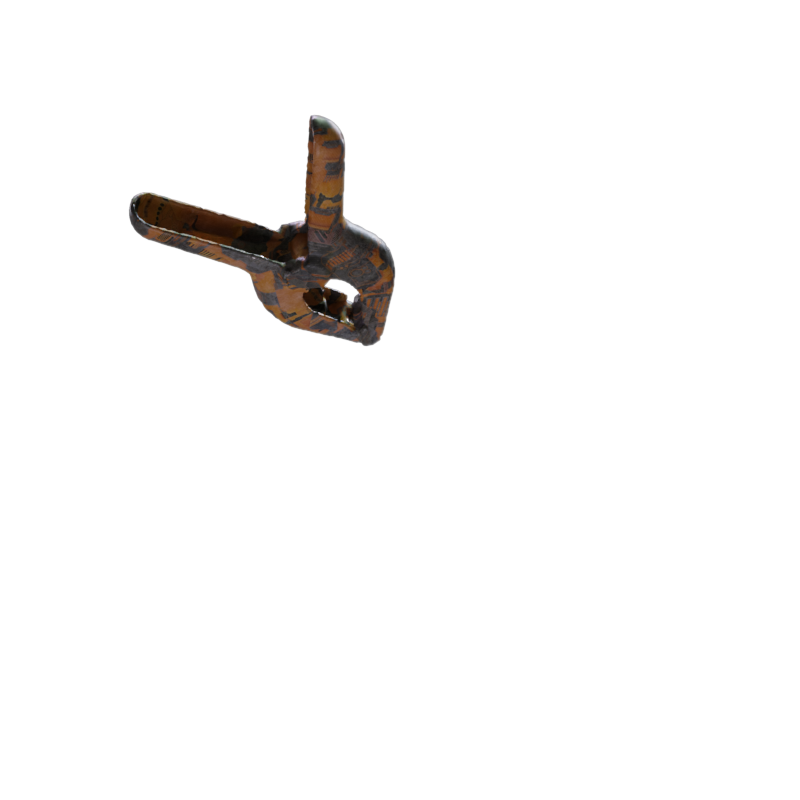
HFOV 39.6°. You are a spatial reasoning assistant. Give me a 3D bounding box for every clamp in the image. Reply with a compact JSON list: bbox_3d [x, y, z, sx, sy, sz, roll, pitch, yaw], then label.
[{"bbox_3d":[-0.047,-0.085,0.595,0.121,0.042,0.159,-20,-34,31],"label":"clamp"}]
